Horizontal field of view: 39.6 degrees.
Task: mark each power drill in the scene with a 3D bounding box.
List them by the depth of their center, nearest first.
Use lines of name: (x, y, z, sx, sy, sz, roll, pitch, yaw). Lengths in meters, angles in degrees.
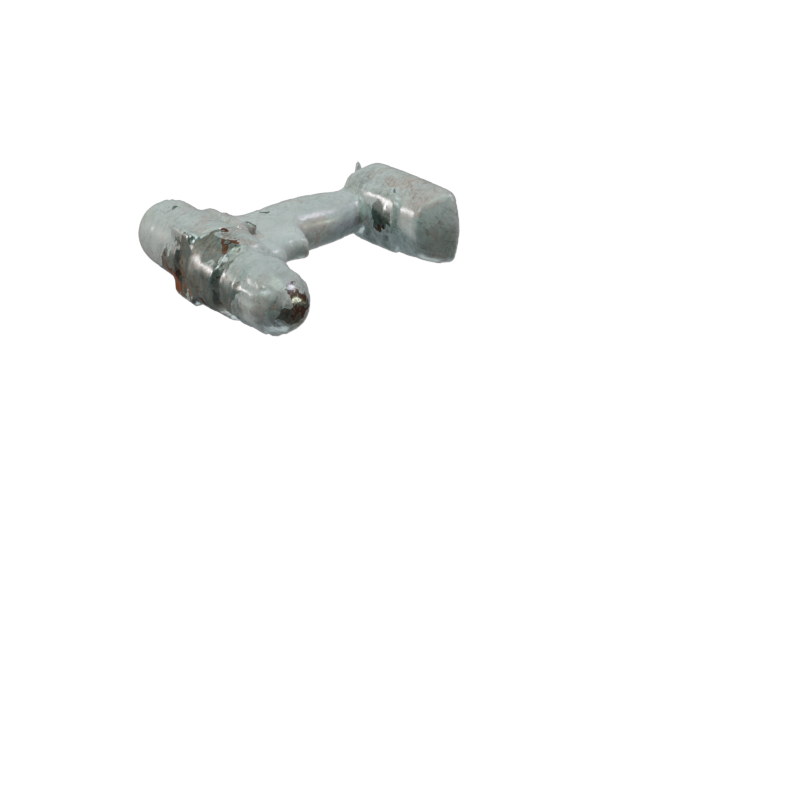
power drill: (-0.057, -0.103, 0.723, 0.184, 0.054, 0.198, -16, 31, -29)
